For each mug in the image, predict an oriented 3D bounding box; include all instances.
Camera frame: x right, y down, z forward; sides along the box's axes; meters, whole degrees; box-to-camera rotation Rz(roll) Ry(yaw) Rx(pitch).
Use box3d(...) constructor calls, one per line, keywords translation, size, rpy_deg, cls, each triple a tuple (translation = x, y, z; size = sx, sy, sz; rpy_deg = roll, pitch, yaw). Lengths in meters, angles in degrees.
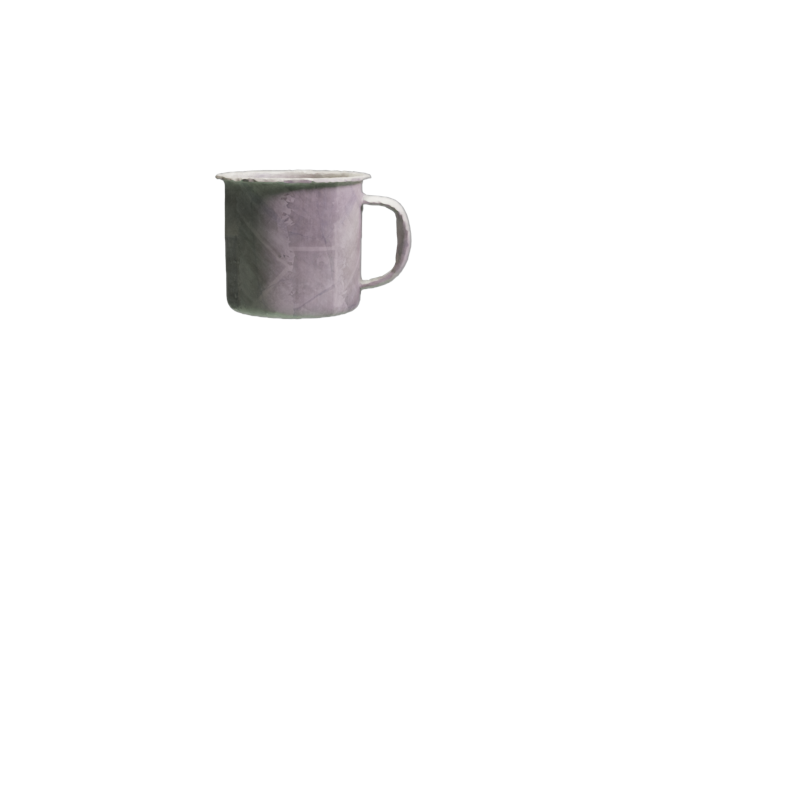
box3d(translation=(-0.052, -0.095, 0.663), size=(0.118, 0.080, 0.095), rpy_deg=(1, 11, 4), cls="mug")
